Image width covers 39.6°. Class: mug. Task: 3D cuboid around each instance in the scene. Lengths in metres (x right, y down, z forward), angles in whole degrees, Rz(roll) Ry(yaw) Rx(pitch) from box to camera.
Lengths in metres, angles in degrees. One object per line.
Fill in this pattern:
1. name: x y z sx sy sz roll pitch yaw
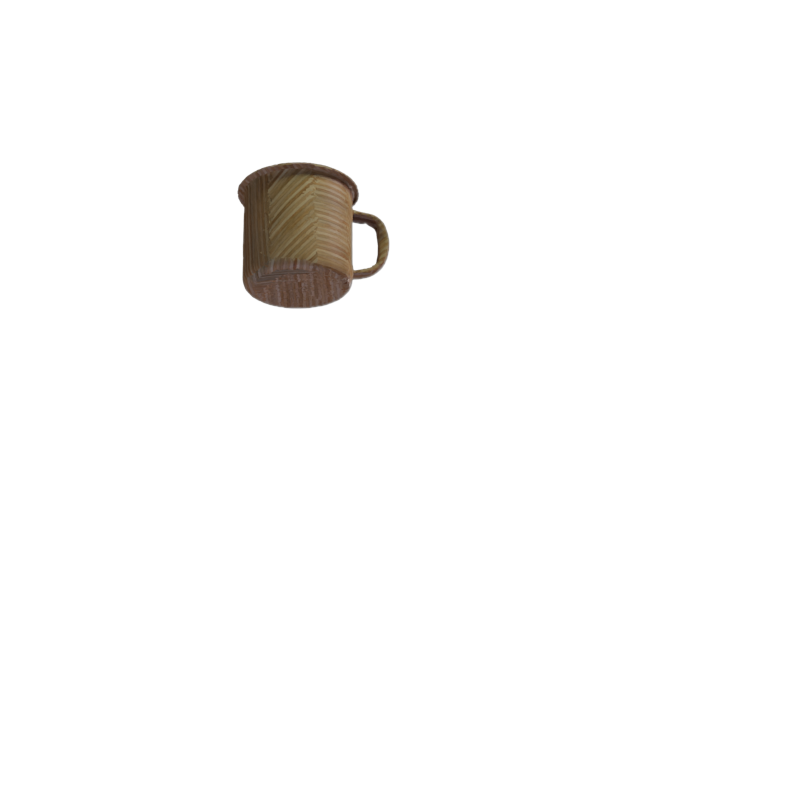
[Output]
1. mug: -0.065 -0.119 0.833 0.114 0.086 0.090 6 -24 -15
